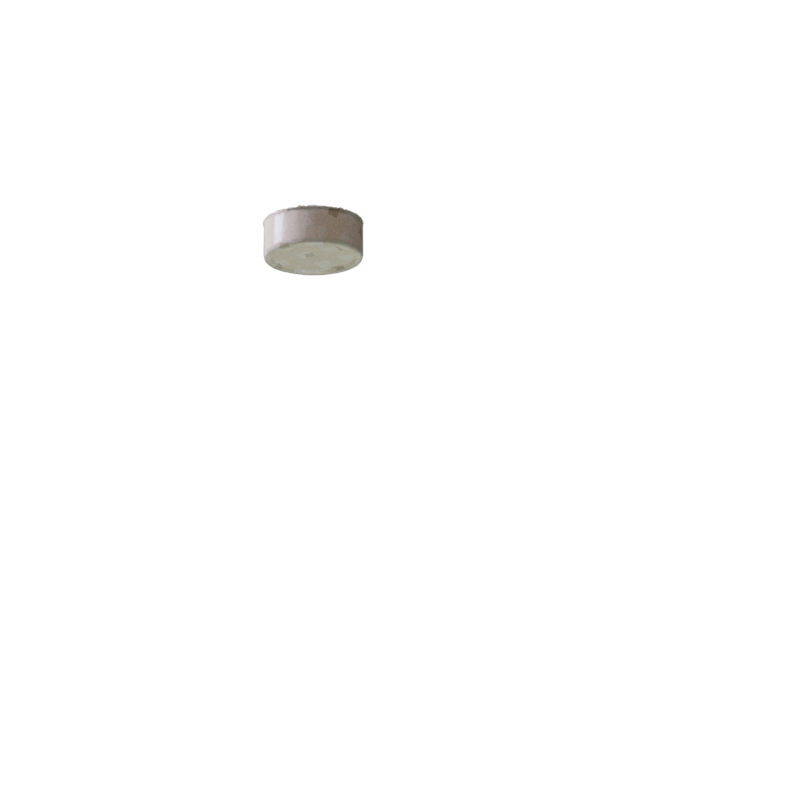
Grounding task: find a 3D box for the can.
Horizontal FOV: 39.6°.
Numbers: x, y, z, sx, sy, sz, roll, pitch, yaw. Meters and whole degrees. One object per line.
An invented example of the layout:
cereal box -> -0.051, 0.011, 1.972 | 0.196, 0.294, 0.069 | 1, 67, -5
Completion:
can -> -0.073, -0.134, 0.939 | 0.086, 0.035, 0.083 | 0, -14, -2
